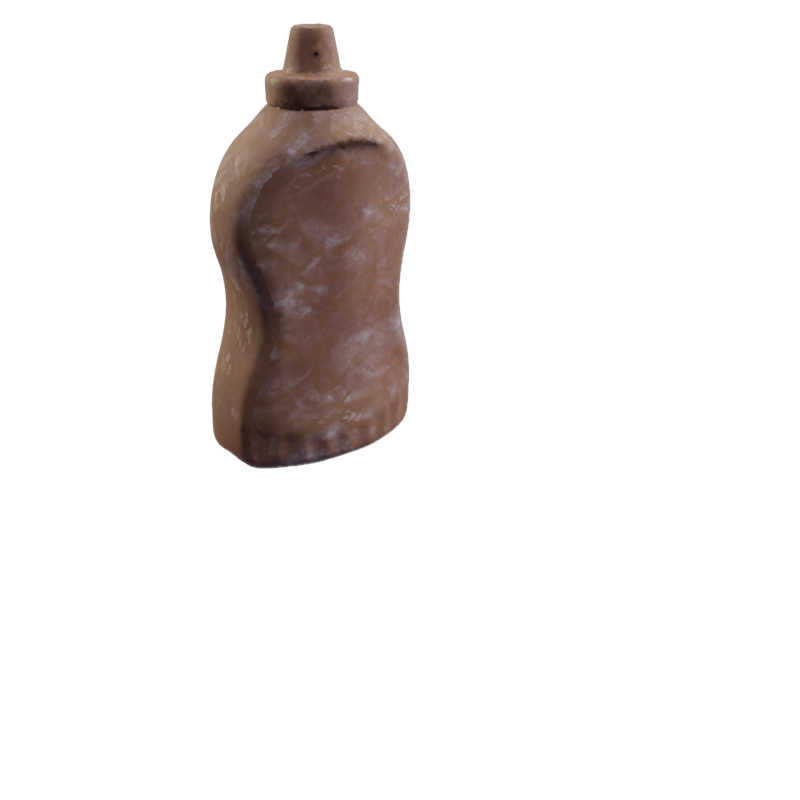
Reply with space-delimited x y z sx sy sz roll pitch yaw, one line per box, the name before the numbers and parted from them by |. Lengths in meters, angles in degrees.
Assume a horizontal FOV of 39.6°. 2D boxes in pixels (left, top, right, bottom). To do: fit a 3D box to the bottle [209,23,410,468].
bottle | -0.039 -0.071 0.499 0.094 0.184 0.062 -12 21 -34
